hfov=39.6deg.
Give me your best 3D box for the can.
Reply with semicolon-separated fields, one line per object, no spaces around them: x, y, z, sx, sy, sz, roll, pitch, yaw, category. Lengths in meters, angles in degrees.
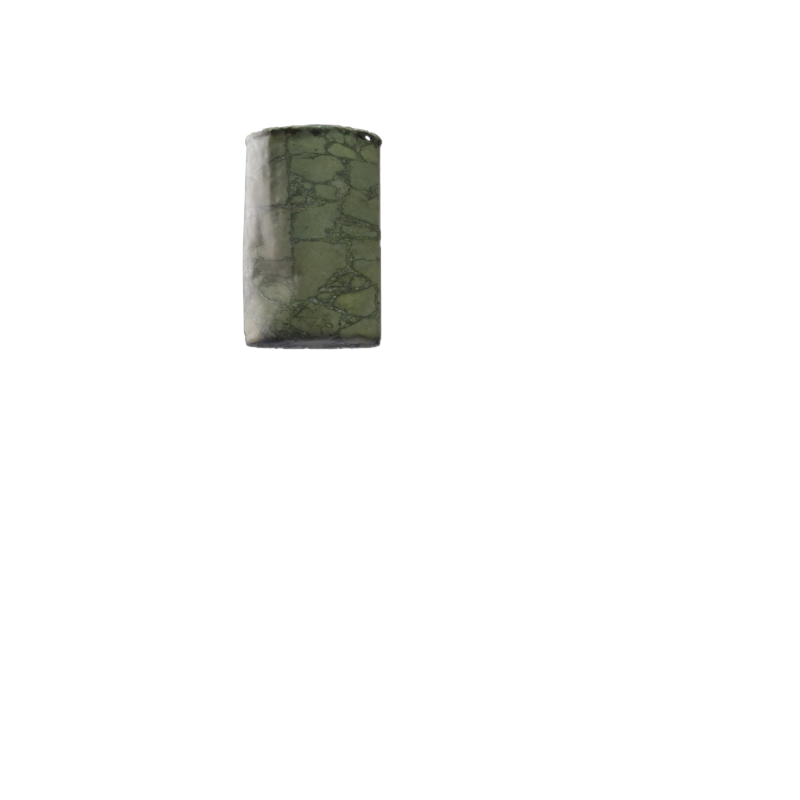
-0.042;-0.077;0.541;0.068;0.104;0.068;0;-6;-2;can
